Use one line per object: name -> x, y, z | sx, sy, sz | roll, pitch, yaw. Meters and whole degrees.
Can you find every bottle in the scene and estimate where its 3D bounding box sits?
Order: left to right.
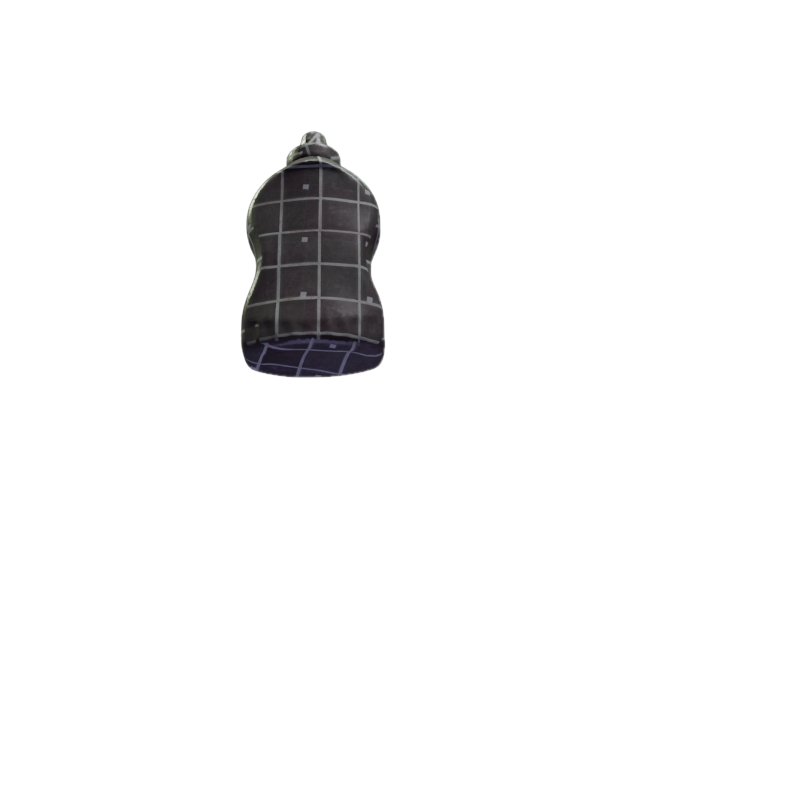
bottle -> -0.062, -0.112, 0.788 | 0.096, 0.204, 0.054 | -3, -31, 2
